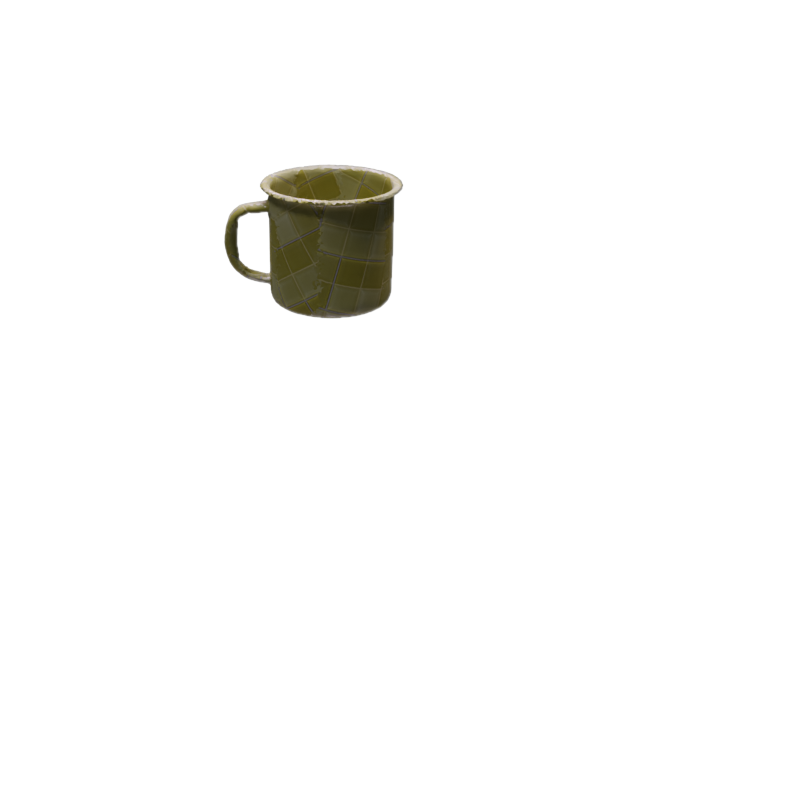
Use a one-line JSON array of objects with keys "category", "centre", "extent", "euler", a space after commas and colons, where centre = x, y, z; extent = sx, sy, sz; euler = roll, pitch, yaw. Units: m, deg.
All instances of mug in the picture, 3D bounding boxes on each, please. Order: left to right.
[{"category": "mug", "centre": [-0.057, -0.105, 0.733], "extent": [0.116, 0.078, 0.099], "euler": [-3, 23, -8]}]
